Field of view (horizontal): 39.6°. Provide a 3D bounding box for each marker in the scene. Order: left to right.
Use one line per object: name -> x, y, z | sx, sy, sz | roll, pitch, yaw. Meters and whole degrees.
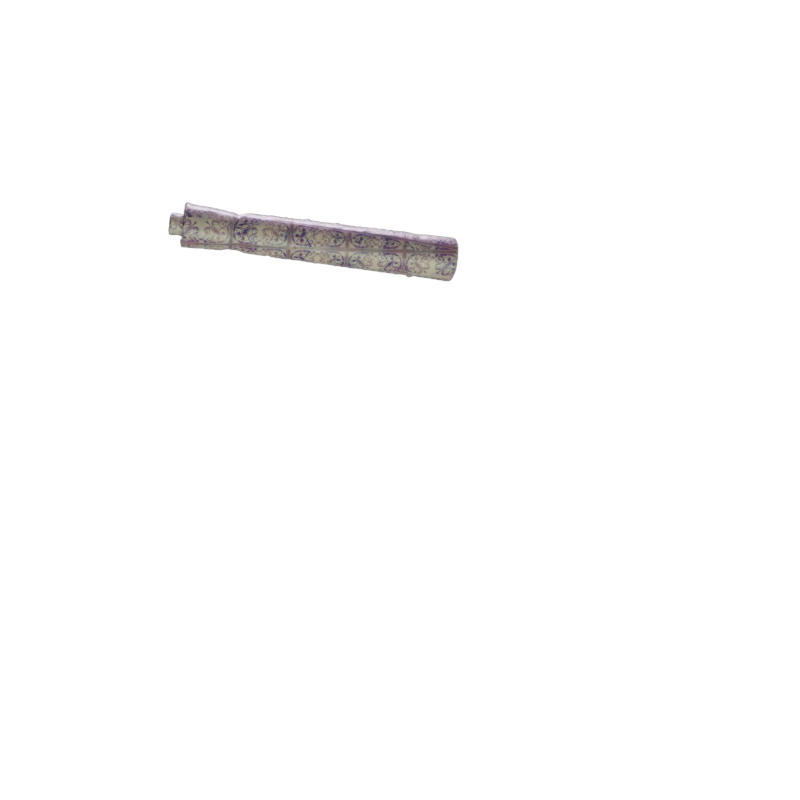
marker -> -0.036, -0.067, 0.466 | 0.120, 0.020, 0.020 | 6, 3, -6
